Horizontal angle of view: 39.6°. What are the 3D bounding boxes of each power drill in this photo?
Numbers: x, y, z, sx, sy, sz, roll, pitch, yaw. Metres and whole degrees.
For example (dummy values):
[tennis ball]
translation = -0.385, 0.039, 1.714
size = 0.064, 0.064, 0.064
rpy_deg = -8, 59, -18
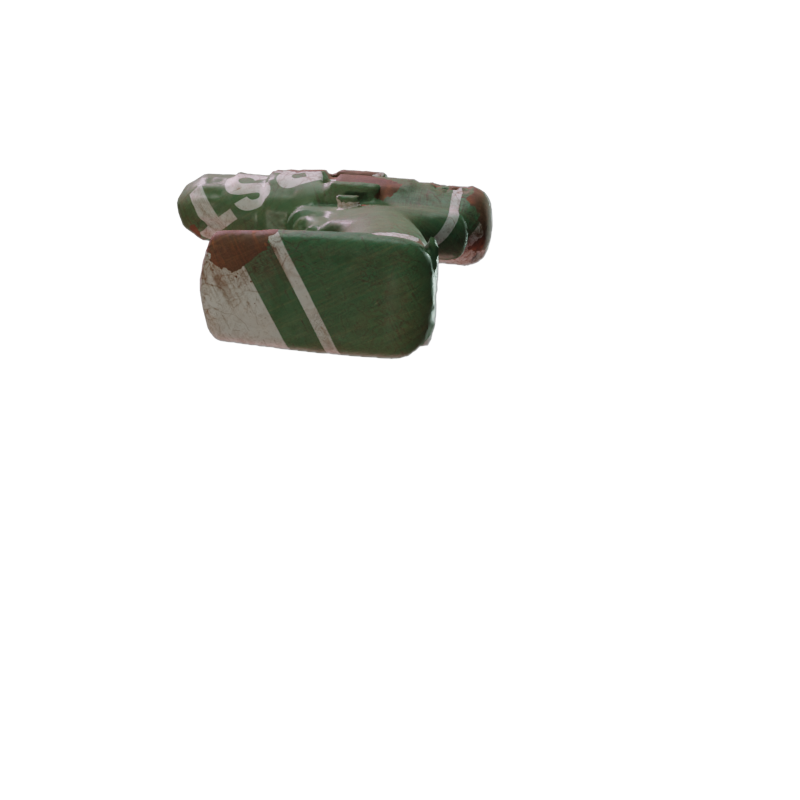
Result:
[power drill]
translation = -0.045, -0.083, 0.580
size = 0.186, 0.055, 0.194
rpy_deg = 3, 22, 7
